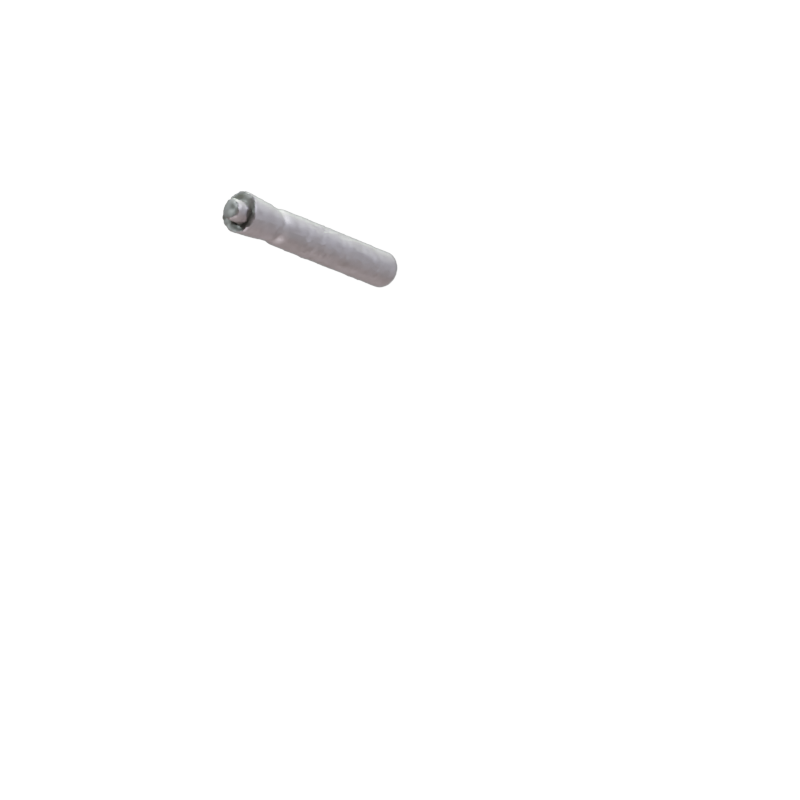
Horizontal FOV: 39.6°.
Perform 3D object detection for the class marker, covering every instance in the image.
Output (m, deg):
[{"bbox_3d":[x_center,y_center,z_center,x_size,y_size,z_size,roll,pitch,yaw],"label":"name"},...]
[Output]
[{"bbox_3d":[-0.041,-0.074,0.520,0.020,0.020,0.114,3,-6,35],"label":"marker"}]
